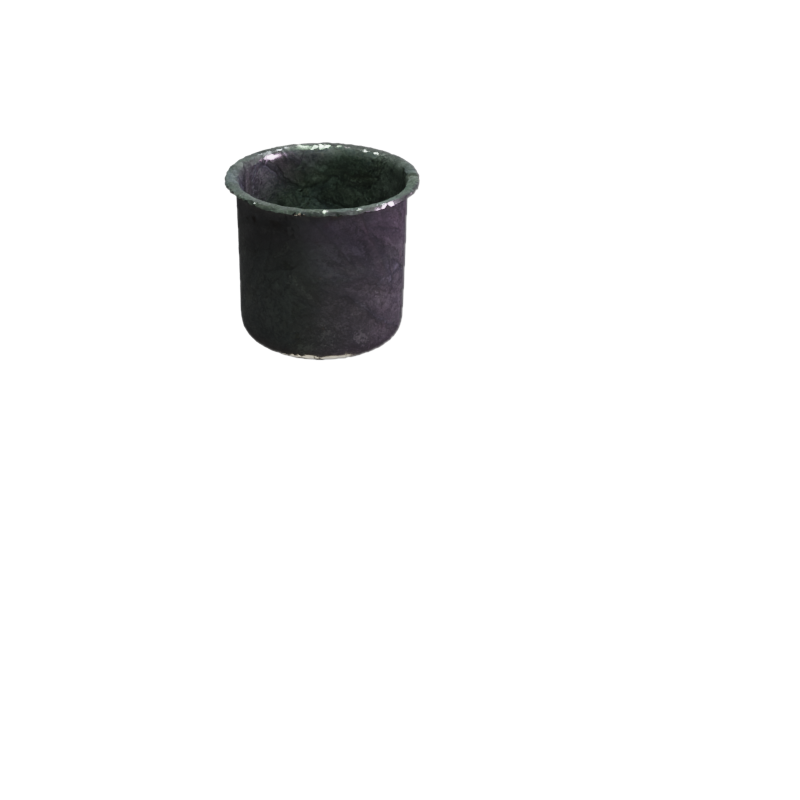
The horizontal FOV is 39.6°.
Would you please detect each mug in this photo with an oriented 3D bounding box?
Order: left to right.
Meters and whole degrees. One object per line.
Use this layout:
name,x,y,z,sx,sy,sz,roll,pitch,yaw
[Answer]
mug,-0.043,-0.079,0.554,0.092,0.077,0.126,-11,32,-21
